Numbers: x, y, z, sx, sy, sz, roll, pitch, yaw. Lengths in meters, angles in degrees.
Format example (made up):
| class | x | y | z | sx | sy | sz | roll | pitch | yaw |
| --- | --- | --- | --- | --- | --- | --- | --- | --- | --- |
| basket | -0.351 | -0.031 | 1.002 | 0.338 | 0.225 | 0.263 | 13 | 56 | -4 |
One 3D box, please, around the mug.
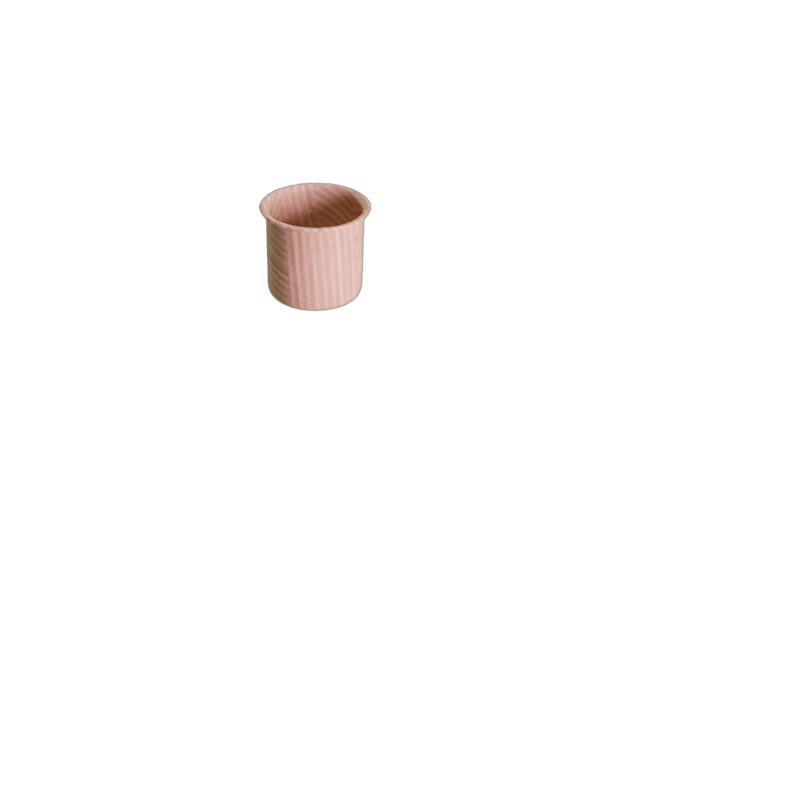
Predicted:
| class | x | y | z | sx | sy | sz | roll | pitch | yaw |
| --- | --- | --- | --- | --- | --- | --- | --- | --- | --- |
| mug | -0.074 | -0.135 | 0.946 | 0.092 | 0.077 | 0.126 | -4 | 32 | -9 |
